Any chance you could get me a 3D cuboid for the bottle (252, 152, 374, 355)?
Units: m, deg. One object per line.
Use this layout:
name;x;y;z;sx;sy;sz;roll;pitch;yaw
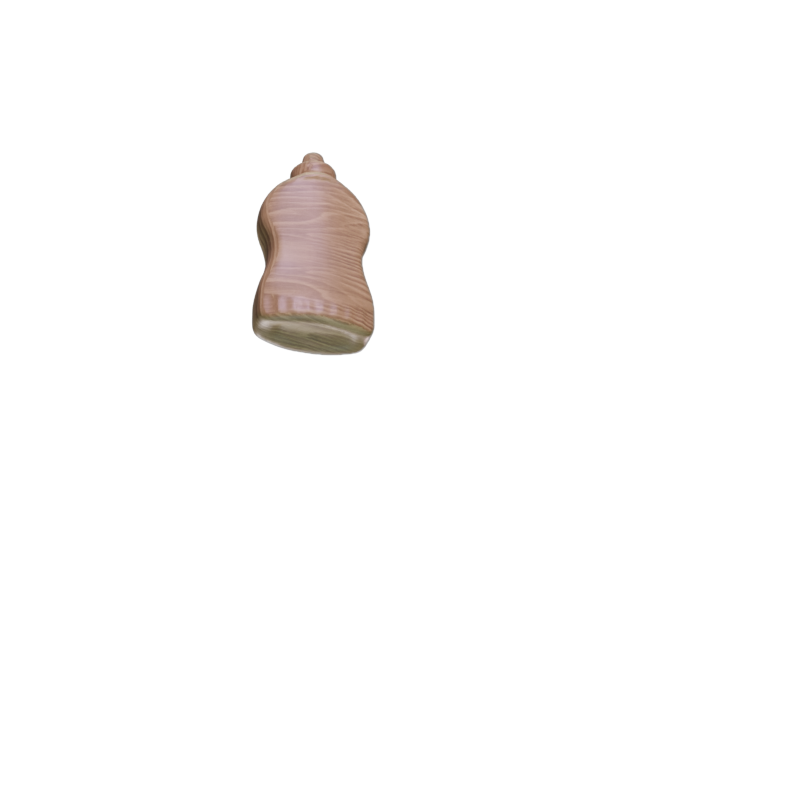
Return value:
bottle;-0.073;-0.133;0.931;0.094;0.205;0.055;7;-36;-13
